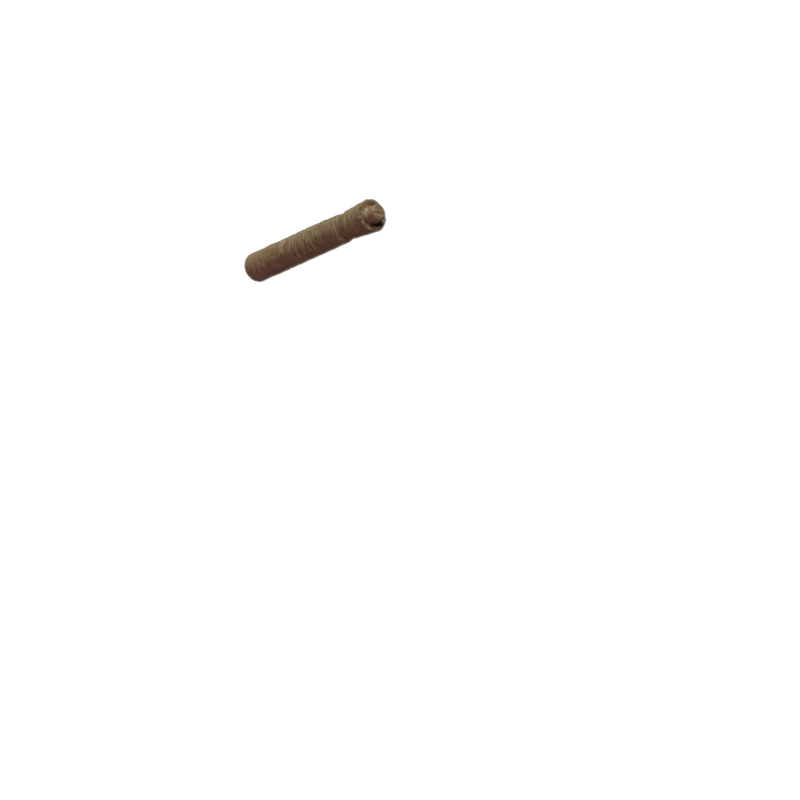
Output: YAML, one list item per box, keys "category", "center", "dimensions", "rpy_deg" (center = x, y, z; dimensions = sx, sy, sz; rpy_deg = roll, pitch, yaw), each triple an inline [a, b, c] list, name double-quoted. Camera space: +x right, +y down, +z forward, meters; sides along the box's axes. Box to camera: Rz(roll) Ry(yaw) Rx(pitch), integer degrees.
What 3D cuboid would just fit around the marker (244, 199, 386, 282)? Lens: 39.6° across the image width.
- category: "marker"
  center: [-0.050, -0.092, 0.641]
  dimensions: [0.019, 0.020, 0.122]
  rpy_deg: [-3, -7, -40]
